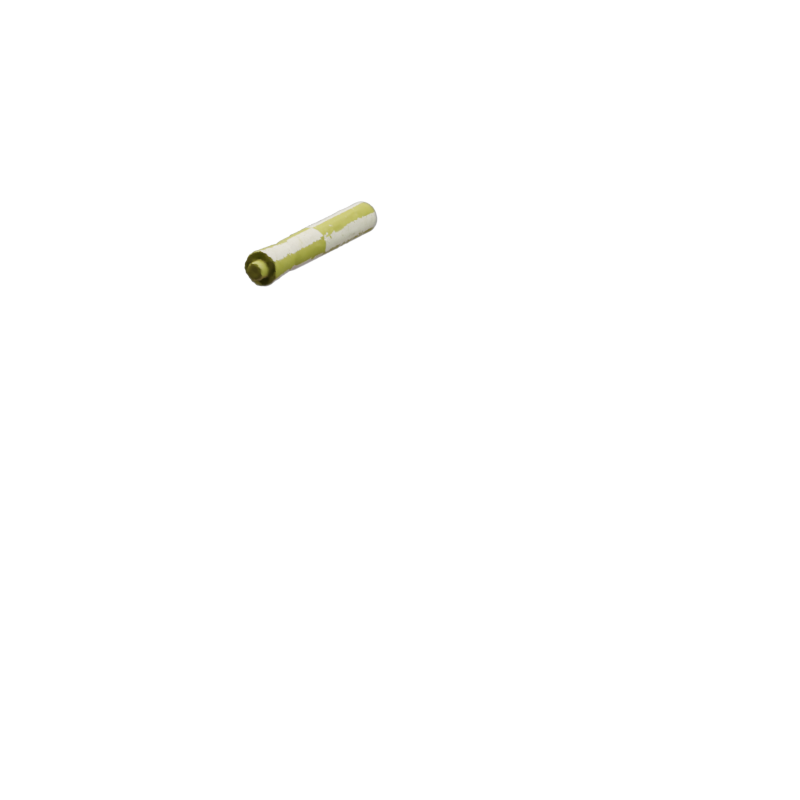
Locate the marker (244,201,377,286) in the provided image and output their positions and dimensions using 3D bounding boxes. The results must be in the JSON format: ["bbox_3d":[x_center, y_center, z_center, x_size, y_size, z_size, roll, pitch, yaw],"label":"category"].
[{"bbox_3d":[-0.047,-0.085,0.598,0.020,0.019,0.122,2,22,26],"label":"marker"}]
